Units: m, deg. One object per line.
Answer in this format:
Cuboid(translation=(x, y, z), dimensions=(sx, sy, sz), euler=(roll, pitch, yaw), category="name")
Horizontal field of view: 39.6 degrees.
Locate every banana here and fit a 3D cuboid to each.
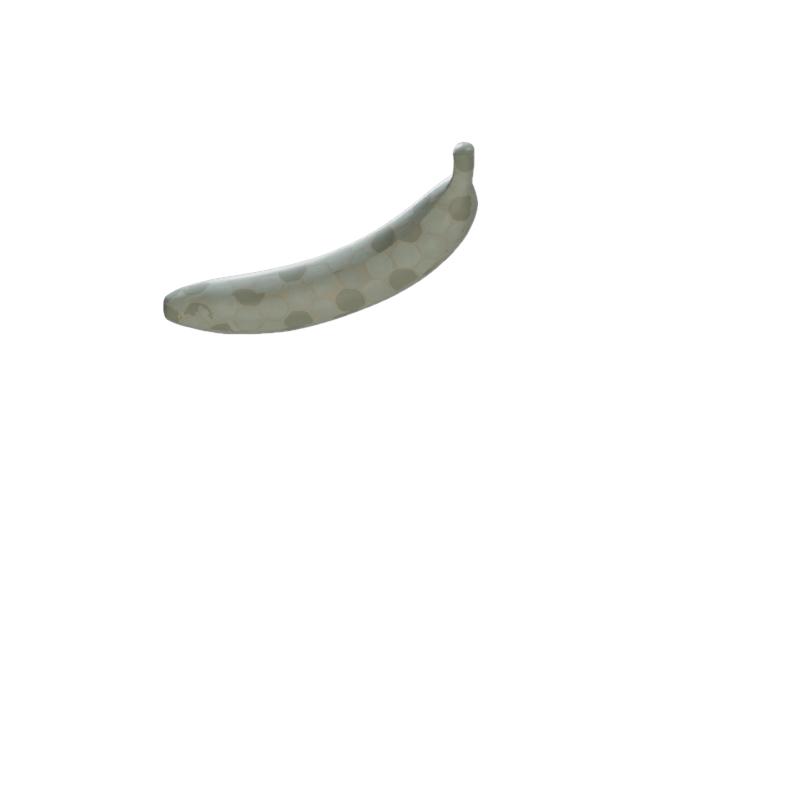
Cuboid(translation=(-0.034, -0.076, 0.609), dimensions=(0.198, 0.065, 0.039), euler=(-26, 33, 18), category="banana")
